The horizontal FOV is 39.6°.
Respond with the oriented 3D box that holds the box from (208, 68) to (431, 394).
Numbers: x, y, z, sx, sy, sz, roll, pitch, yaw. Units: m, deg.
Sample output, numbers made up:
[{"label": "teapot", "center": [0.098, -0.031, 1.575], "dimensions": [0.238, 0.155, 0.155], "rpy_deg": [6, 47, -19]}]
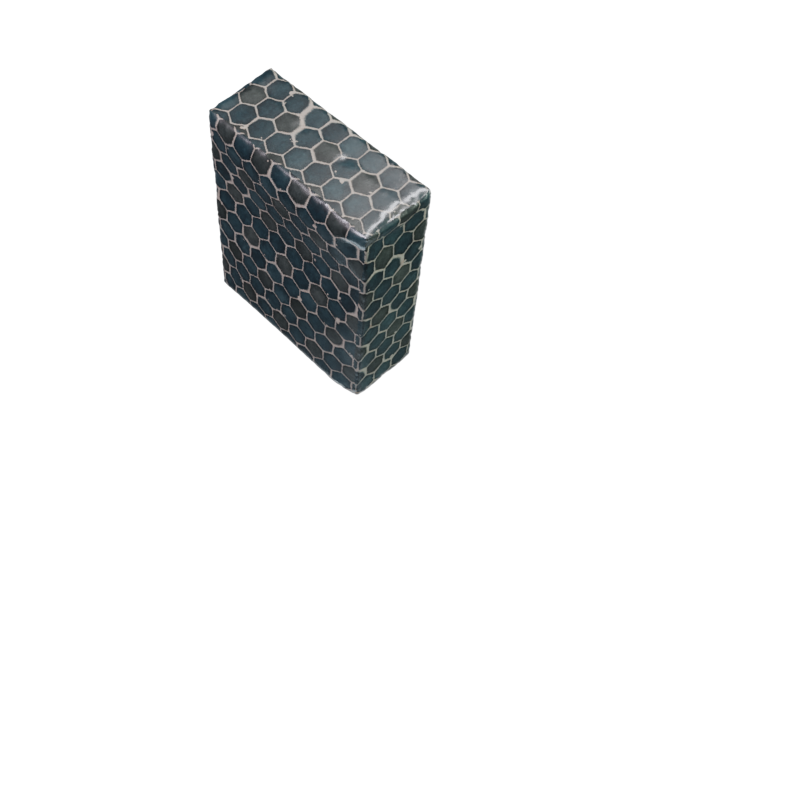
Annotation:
[{"label": "box", "center": [-0.066, -0.121, 0.847], "dimensions": [0.072, 0.173, 0.200], "rpy_deg": [-39, -23, -24]}]
